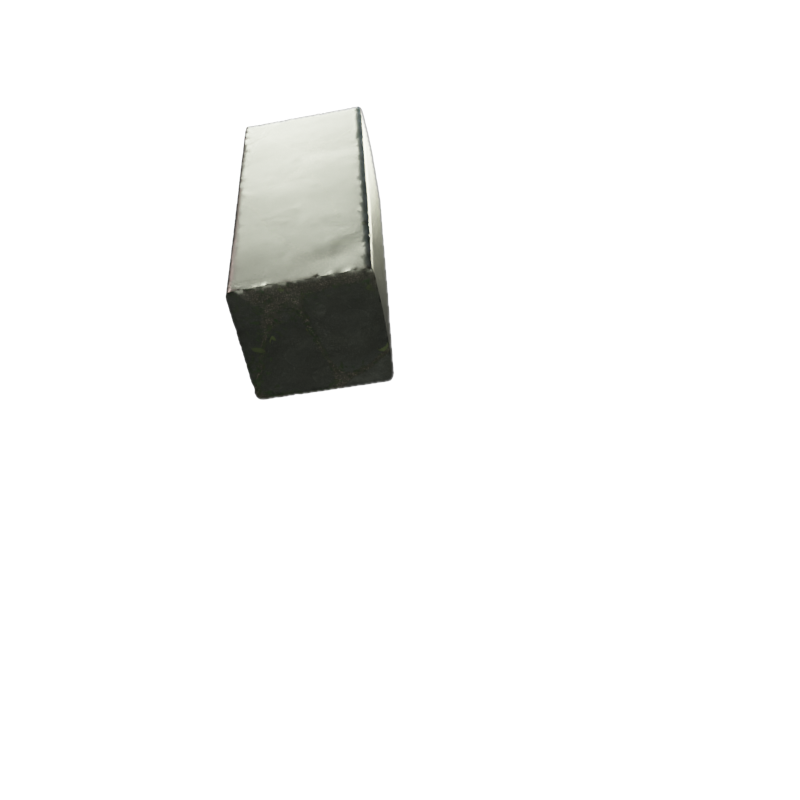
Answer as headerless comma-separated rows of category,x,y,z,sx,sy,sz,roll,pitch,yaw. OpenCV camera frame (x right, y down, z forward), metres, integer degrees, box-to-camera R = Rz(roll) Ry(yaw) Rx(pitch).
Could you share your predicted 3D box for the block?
block,-0.059,-0.107,0.755,0.091,0.084,0.221,-9,39,4
